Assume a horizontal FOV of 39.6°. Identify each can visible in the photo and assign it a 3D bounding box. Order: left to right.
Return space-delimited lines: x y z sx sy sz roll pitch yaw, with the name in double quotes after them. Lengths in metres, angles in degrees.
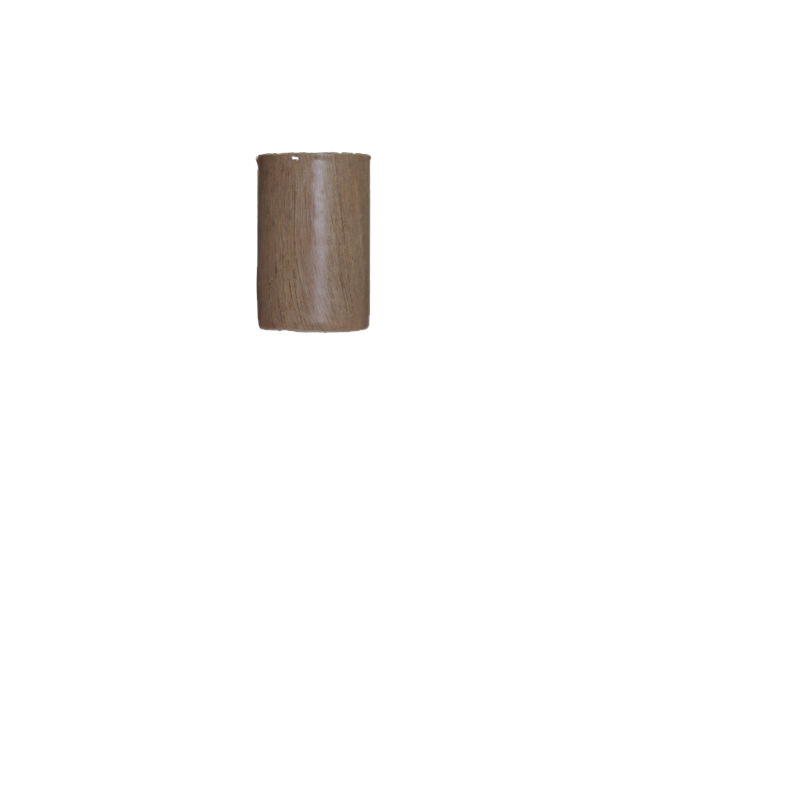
-0.051 -0.093 0.653 0.068 0.102 0.069 0 3 -2 "can"
